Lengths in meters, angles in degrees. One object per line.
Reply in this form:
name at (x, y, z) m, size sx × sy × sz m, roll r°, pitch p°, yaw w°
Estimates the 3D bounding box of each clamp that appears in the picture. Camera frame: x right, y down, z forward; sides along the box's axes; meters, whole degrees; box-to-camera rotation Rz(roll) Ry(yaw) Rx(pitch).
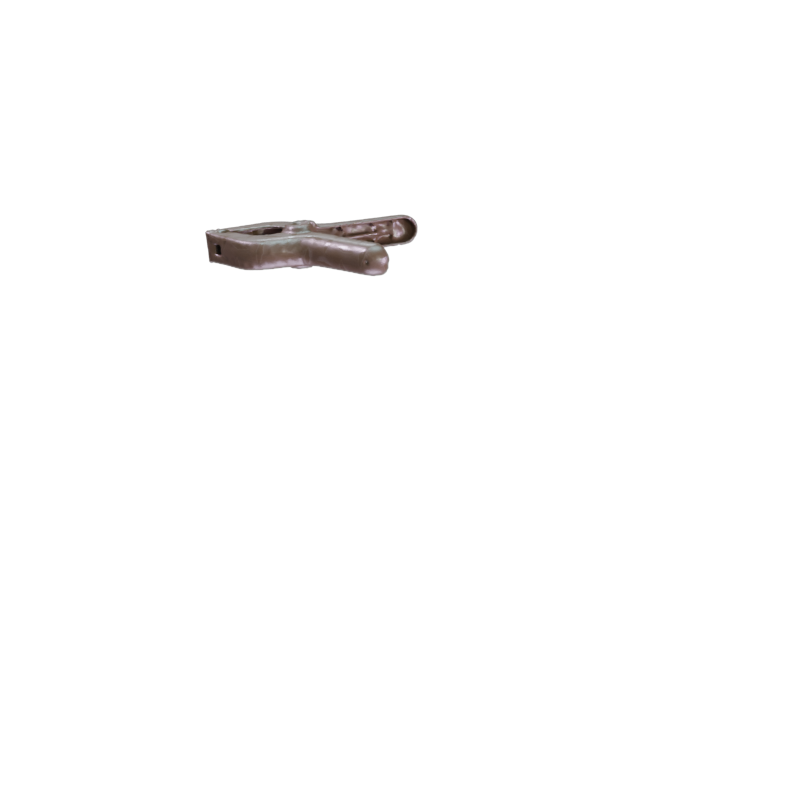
clamp at (-0.070, -0.128, 0.899) m, size 0.177 × 0.038 × 0.120 m, roll 7°, pitch 17°, yaw 23°
